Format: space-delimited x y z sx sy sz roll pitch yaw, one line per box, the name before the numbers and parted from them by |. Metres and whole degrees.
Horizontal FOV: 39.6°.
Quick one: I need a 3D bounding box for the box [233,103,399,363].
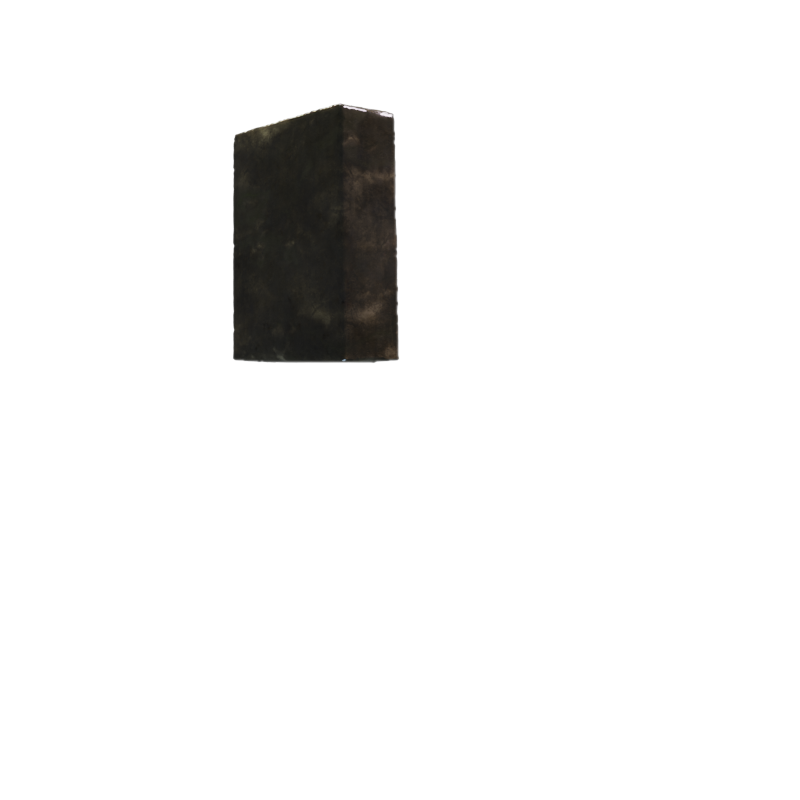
box | -0.077 -0.141 0.985 0.069 0.217 0.169 4 -5 -40
